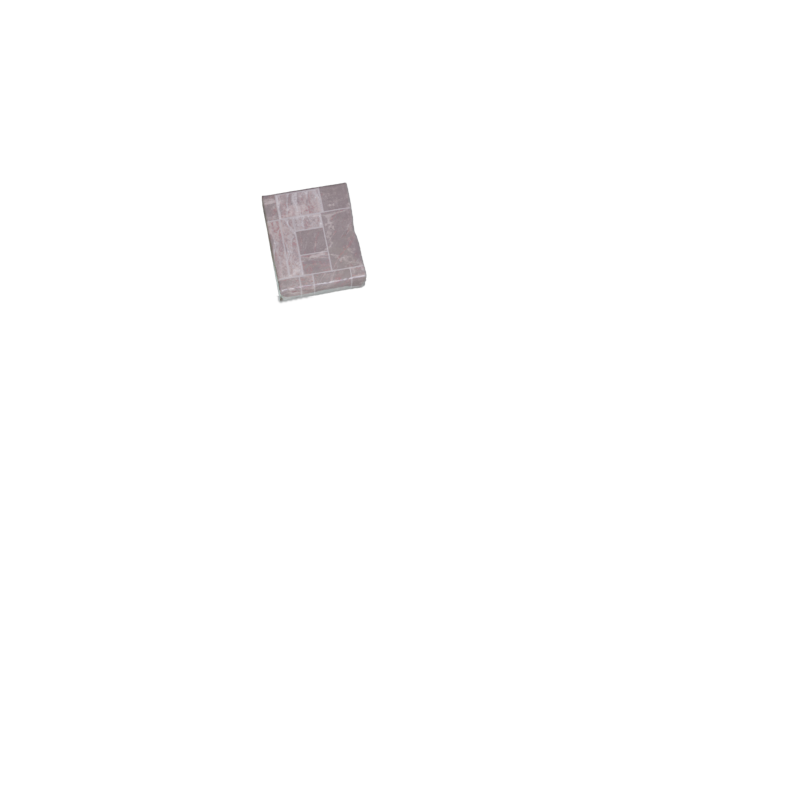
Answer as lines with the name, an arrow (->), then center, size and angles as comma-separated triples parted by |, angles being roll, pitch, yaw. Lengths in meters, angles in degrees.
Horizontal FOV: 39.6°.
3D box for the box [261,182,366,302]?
box -> -0.072, -0.131, 0.921 | 0.073, 0.094, 0.029 | -10, -20, -4
